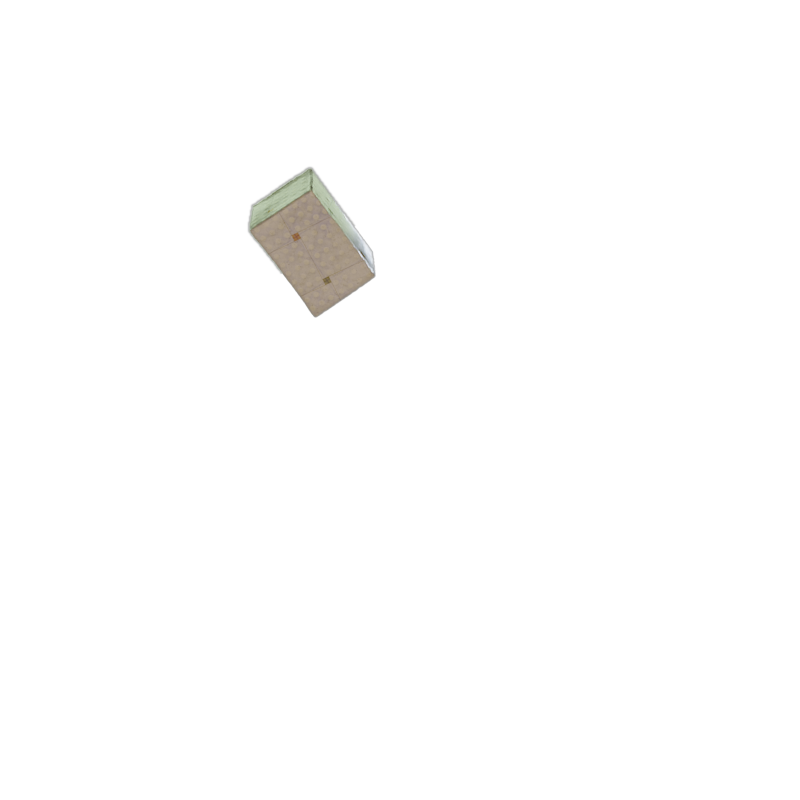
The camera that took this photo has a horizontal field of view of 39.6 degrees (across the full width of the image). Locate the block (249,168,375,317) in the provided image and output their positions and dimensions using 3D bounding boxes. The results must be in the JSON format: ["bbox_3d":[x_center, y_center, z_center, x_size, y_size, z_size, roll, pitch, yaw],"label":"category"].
[{"bbox_3d":[-0.059,-0.108,0.757,0.053,0.074,0.054,-32,20,11],"label":"block"}]
